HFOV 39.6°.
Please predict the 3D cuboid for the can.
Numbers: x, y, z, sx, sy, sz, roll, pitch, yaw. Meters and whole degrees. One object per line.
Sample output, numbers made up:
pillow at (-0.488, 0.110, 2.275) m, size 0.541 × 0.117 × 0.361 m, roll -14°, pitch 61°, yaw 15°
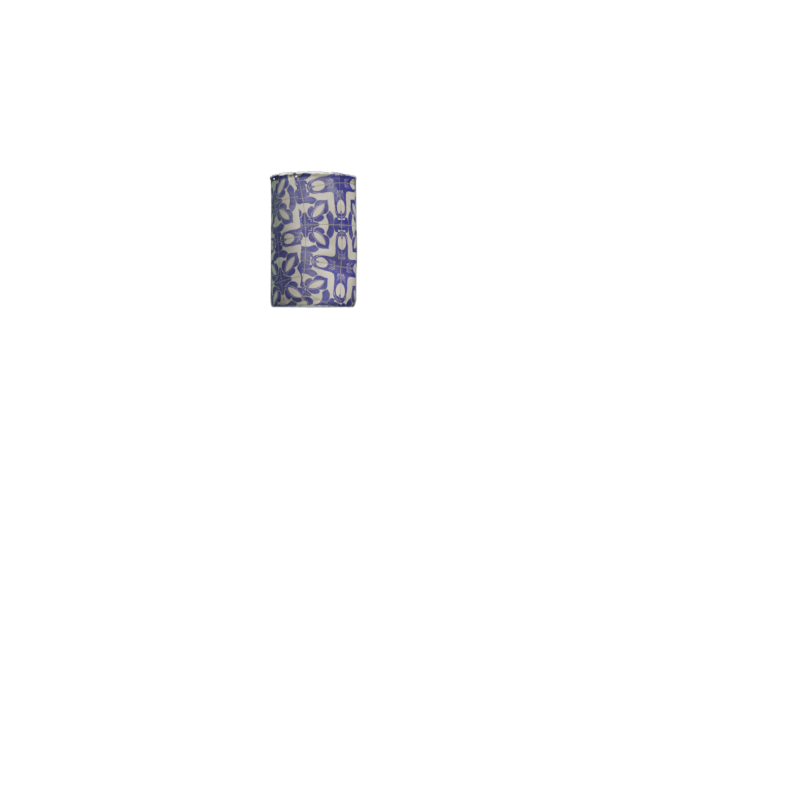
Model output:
can at (-0.067, -0.123, 0.861) m, size 0.068 × 0.103 × 0.068 m, roll 0°, pitch -1°, yaw -2°
